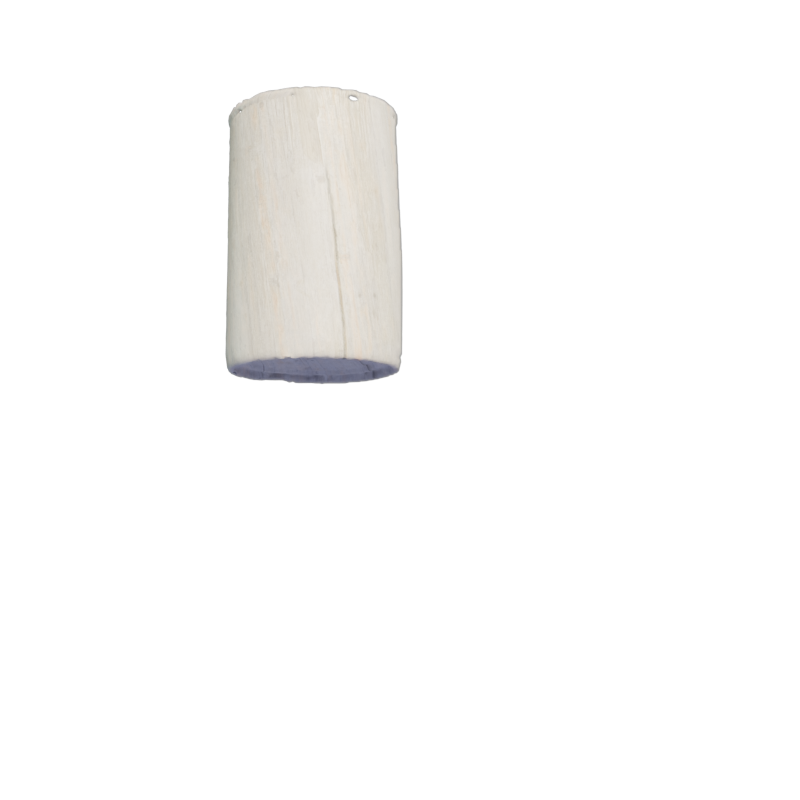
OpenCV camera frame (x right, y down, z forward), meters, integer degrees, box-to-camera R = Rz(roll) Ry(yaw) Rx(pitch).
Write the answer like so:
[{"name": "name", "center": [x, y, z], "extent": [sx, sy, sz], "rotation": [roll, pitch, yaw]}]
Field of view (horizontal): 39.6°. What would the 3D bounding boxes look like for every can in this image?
[{"name": "can", "center": [-0.034, -0.061, 0.431], "extent": [0.068, 0.106, 0.066], "rotation": [0, -13, -2]}]
